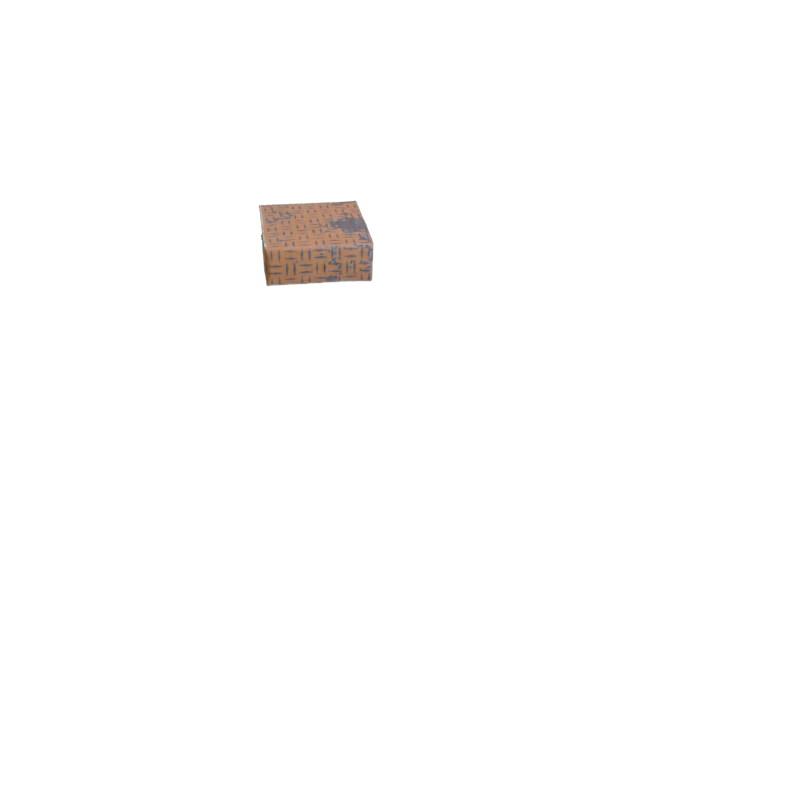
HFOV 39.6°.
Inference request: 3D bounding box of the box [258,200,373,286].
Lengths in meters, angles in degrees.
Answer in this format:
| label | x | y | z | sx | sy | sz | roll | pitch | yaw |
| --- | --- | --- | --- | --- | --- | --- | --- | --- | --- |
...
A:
| label | x | y | z | sx | sy | sz | roll | pitch | yaw |
| --- | --- | --- | --- | --- | --- | --- | --- | --- | --- |
| box | -0.075 | -0.136 | 0.955 | 0.089 | 0.037 | 0.120 | -3 | 26 | -7 |
